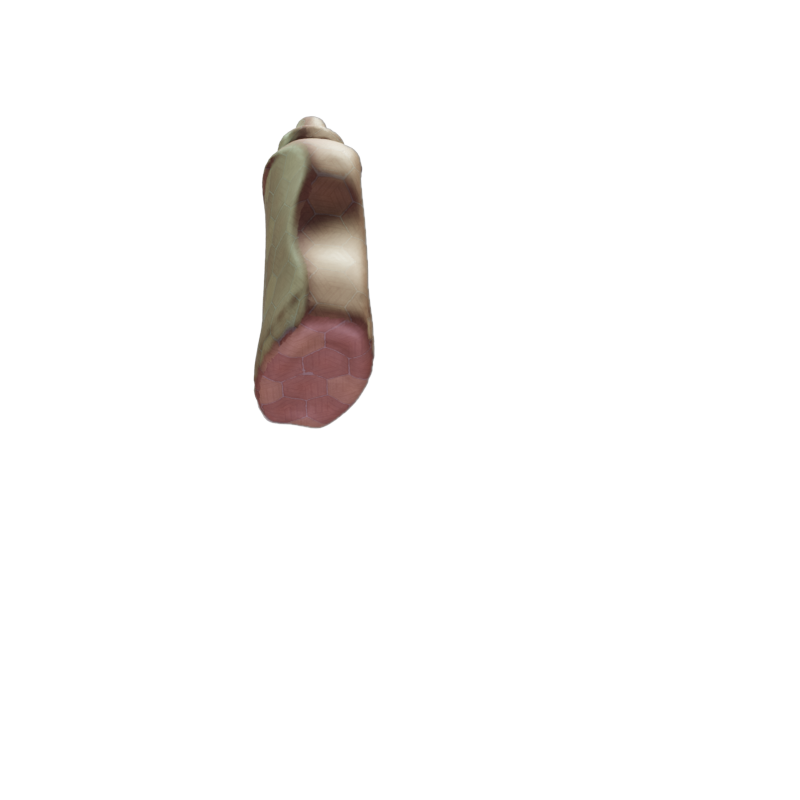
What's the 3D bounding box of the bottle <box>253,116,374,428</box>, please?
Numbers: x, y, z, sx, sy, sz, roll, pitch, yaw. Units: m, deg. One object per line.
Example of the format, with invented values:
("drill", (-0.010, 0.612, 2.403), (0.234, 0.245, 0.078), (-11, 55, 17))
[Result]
("bottle", (-0.049, -0.089, 0.620), (0.057, 0.206, 0.091), (7, -39, -13))
